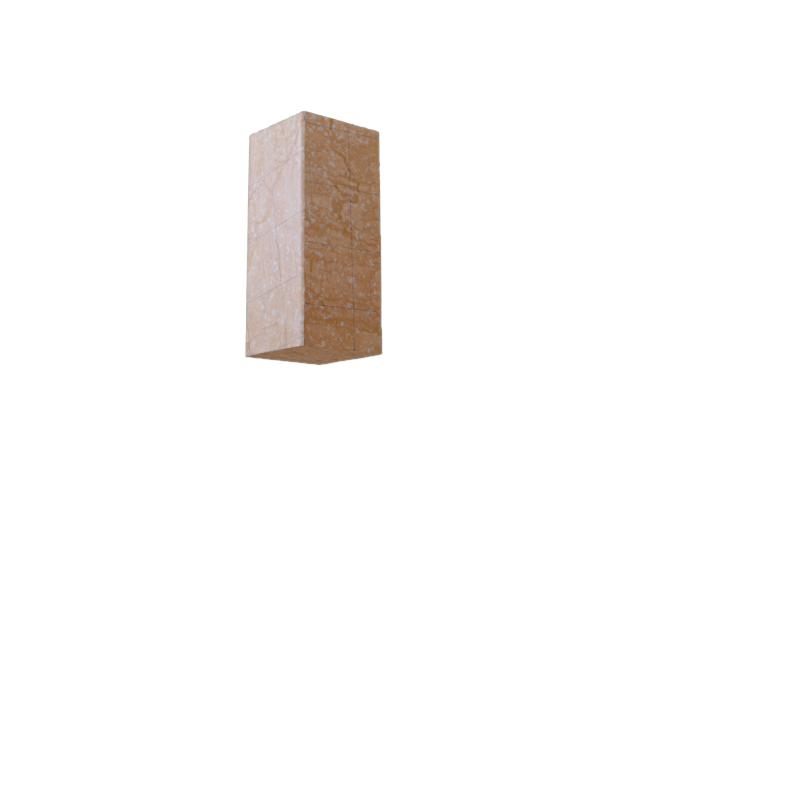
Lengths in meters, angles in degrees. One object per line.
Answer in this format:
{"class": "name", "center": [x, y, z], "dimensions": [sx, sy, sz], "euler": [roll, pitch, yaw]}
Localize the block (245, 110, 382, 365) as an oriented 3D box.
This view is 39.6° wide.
{"class": "block", "center": [-0.078, -0.142, 0.996], "dimensions": [0.086, 0.213, 0.092], "euler": [10, -16, -39]}
